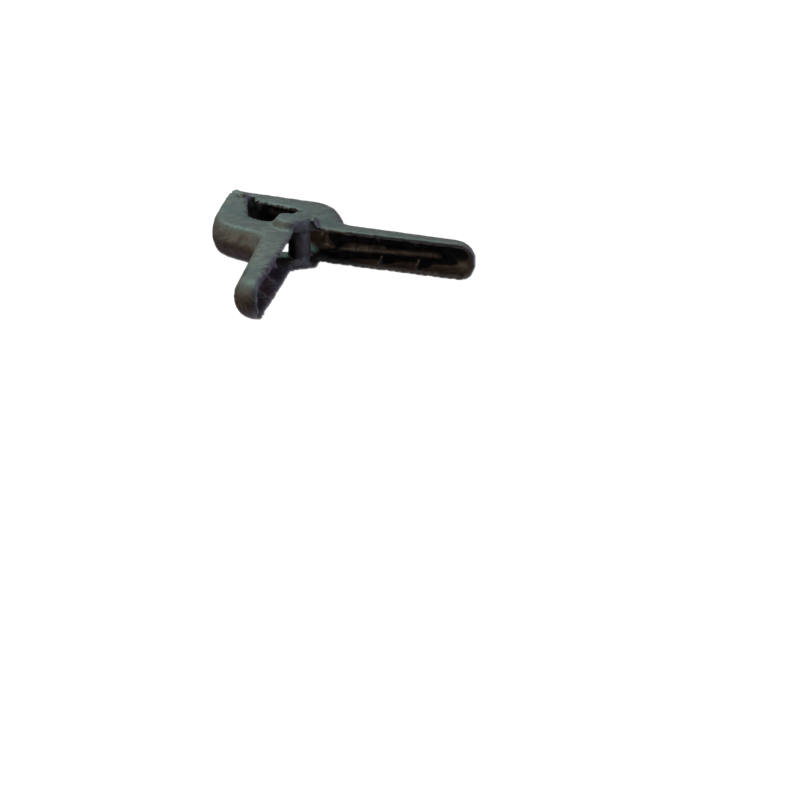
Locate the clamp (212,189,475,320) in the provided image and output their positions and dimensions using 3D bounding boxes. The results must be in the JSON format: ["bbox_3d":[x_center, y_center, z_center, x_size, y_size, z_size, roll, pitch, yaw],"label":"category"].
[{"bbox_3d":[-0.059,-0.108,0.759,0.161,0.035,0.224,-9,25,-21],"label":"clamp"}]
